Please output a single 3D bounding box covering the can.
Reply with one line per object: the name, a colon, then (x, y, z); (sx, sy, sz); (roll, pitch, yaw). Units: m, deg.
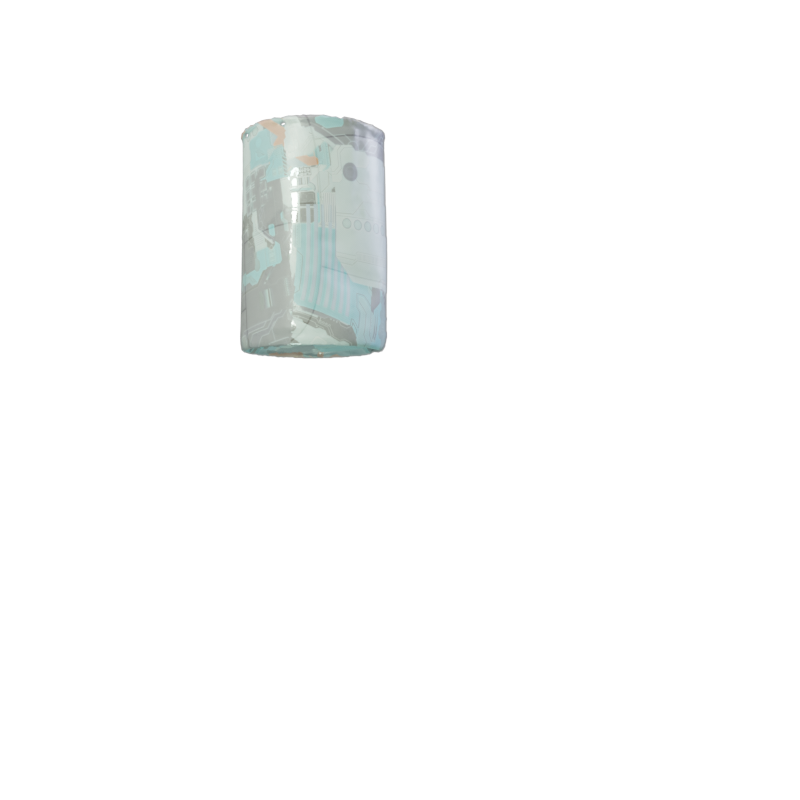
can: (-0.040, -0.073, 0.513); (0.068, 0.105, 0.067); (0, -8, -2)
